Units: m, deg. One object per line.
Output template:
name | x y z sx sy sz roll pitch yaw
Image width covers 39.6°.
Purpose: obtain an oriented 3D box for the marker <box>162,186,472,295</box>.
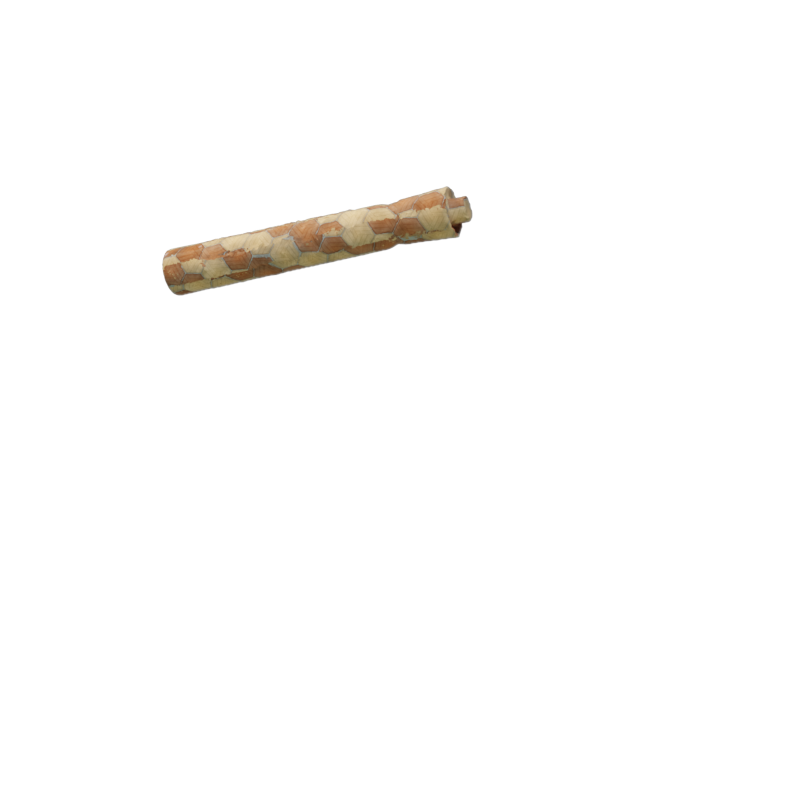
marker | -0.032 -0.059 0.415 0.123 0.020 0.019 -9 1 21
